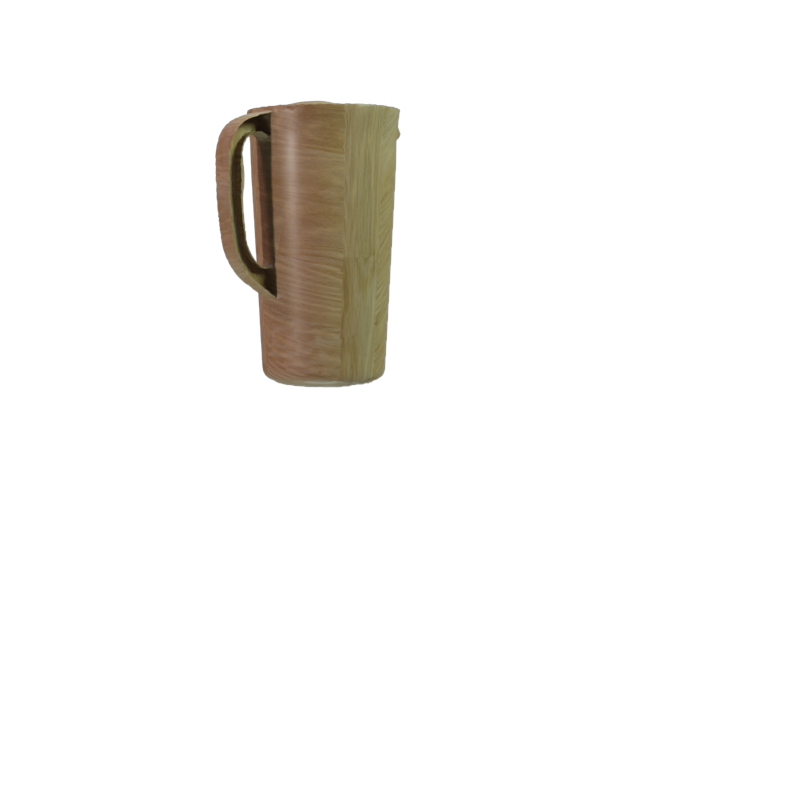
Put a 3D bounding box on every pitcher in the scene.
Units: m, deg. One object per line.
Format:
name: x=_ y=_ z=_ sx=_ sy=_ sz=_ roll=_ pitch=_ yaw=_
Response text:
pitcher: x=-0.075 y=-0.137 z=0.962 sx=0.150 sy=0.242 sz=0.145 roll=0 pitch=3 yaw=4
